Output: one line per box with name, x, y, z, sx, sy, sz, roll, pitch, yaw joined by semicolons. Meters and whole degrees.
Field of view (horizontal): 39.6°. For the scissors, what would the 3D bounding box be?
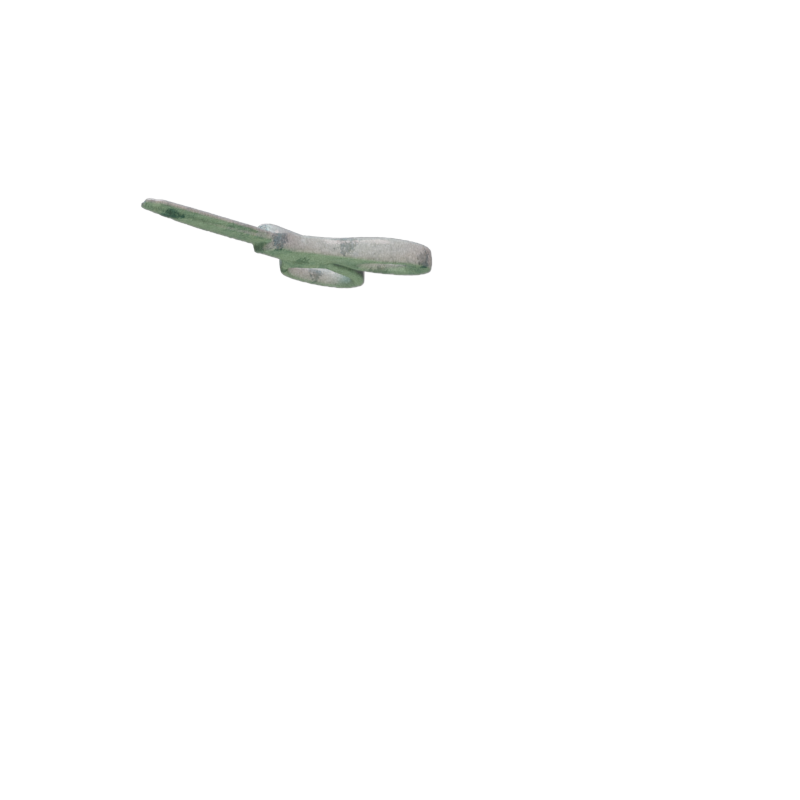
scissors;-0.045;-0.082;0.572;0.098;0.016;0.194;-1;-4;16
